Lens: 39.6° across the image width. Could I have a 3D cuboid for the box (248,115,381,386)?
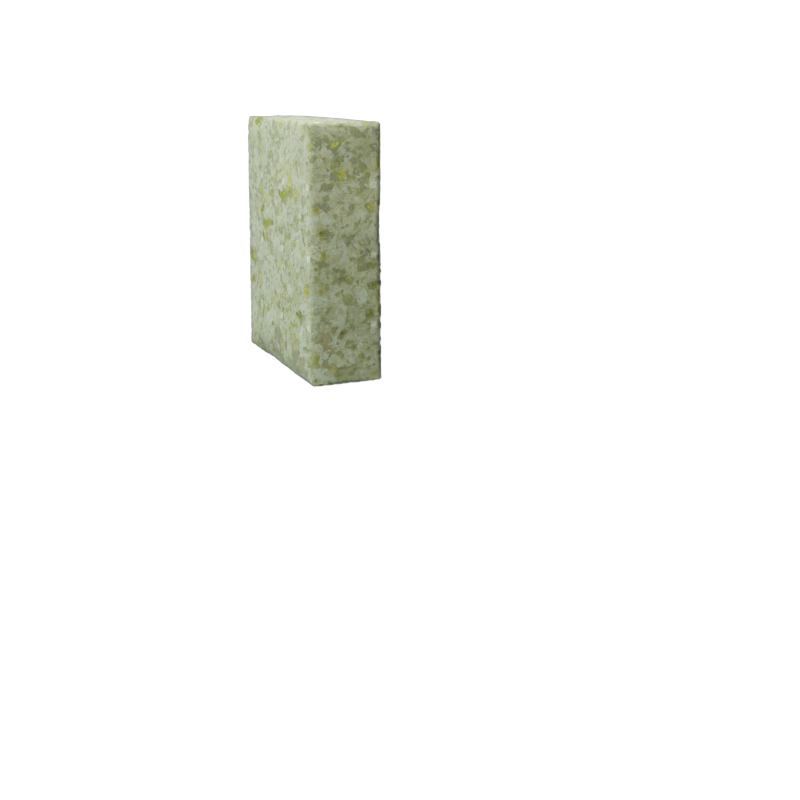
[{"bbox_3d":[-0.075,-0.137,0.959,0.070,0.209,0.172,-3,12,-23],"label":"box"}]
